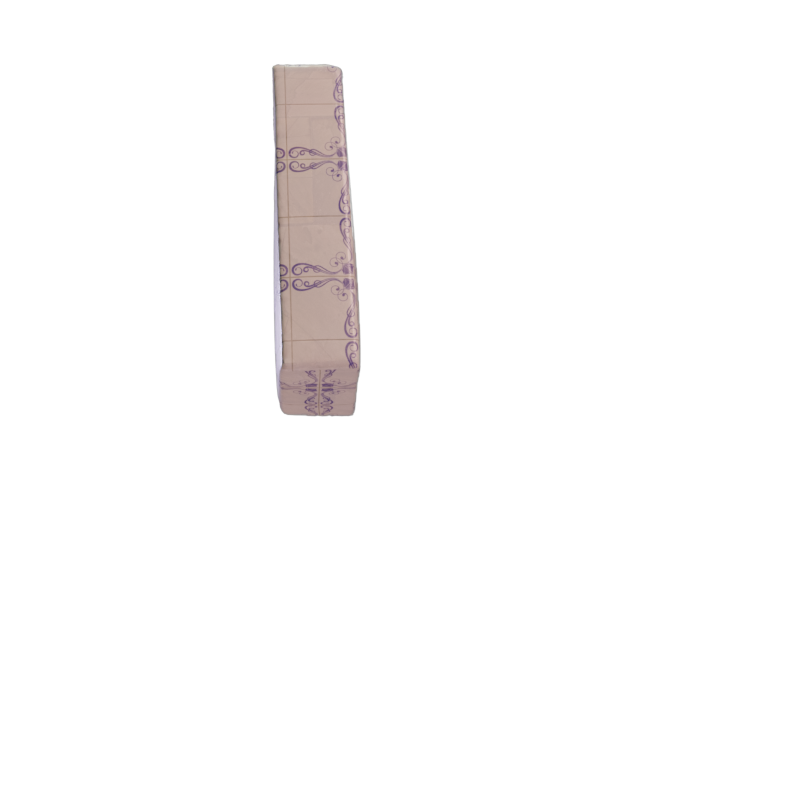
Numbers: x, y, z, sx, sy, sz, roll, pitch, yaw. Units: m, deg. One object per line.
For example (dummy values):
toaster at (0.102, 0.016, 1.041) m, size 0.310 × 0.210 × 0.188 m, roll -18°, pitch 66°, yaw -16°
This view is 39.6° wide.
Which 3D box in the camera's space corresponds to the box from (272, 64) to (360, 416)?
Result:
box at (-0.048, -0.087, 0.612) m, size 0.048 × 0.185 × 0.089 m, roll 0°, pitch -21°, yaw -5°
